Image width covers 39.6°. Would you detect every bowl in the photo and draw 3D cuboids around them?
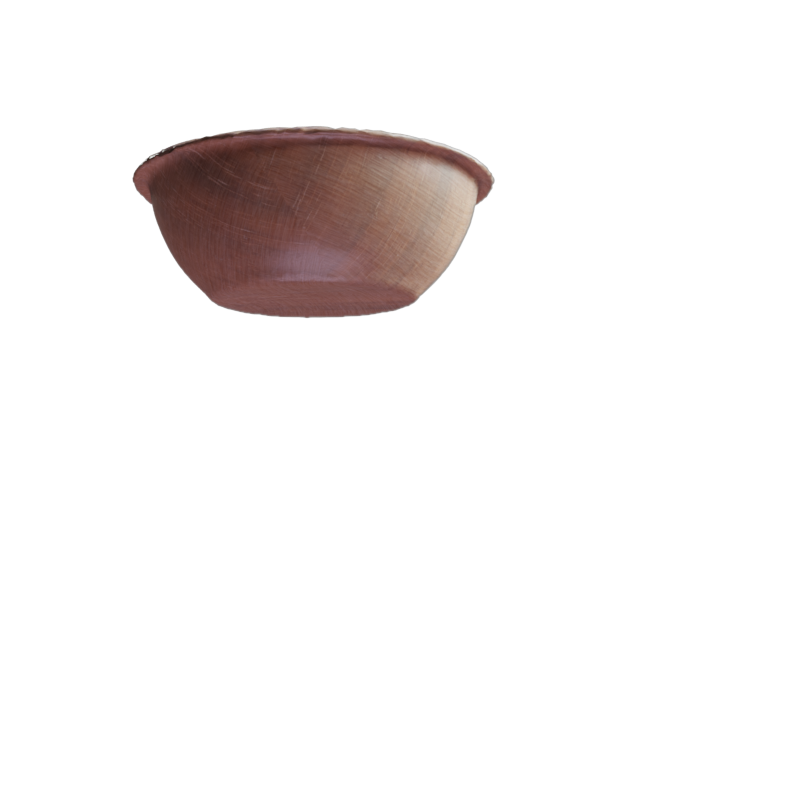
[{"bbox_3d":[-0.039,-0.071,0.496,0.162,0.056,0.159,0,-6,-2],"label":"bowl"}]
